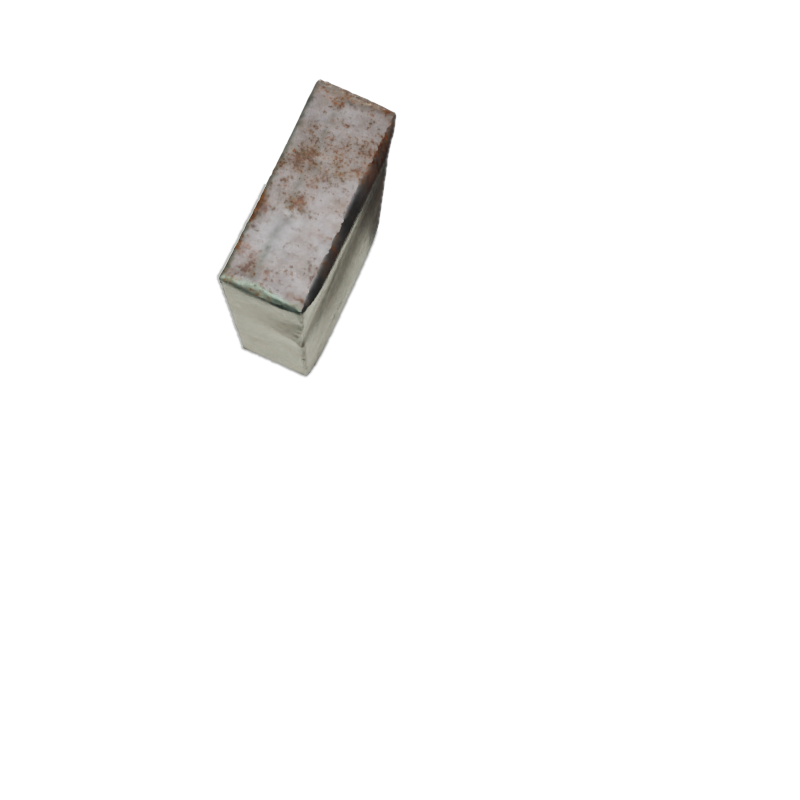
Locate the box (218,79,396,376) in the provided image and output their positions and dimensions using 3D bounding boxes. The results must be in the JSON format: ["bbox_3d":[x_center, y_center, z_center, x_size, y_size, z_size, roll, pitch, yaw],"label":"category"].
[{"bbox_3d":[-0.067,-0.122,0.855,0.072,0.168,0.207,23,-13,1],"label":"box"}]
